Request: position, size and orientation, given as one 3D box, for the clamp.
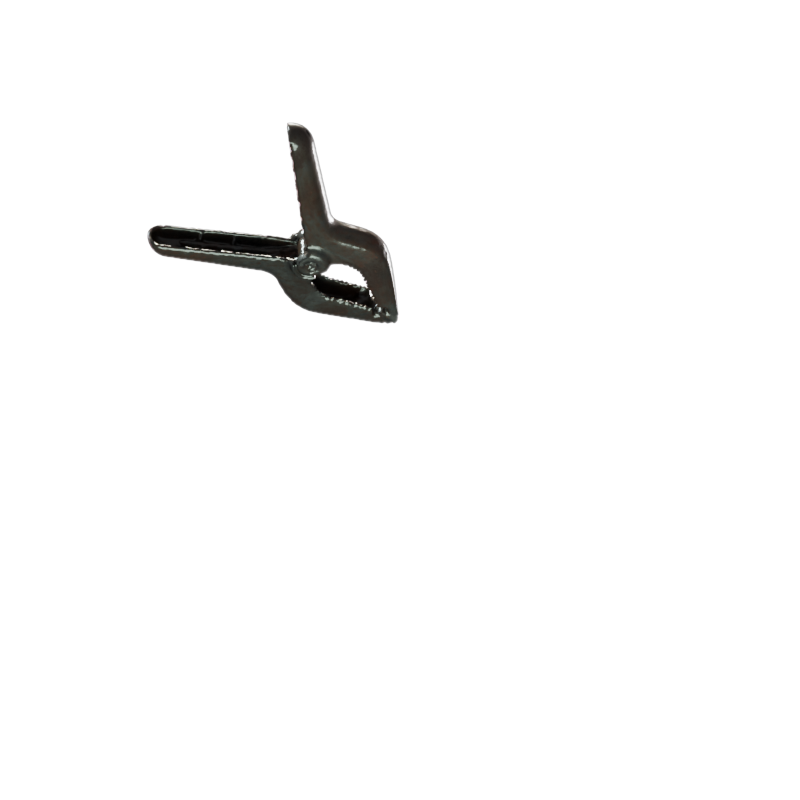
[{"bbox_3d":[-0.068,-0.124,0.866,0.198,0.039,0.162,29,-47,-30],"label":"clamp"}]
